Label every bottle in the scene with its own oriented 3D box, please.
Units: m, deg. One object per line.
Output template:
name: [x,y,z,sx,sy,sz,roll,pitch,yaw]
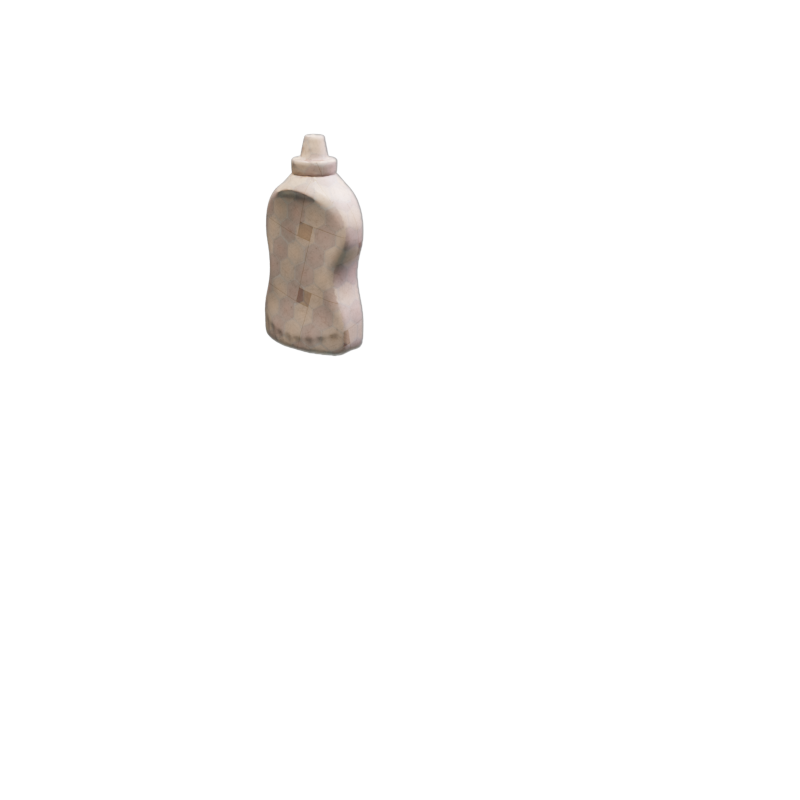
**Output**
bottle: [-0.077,-0.142,0.991,0.101,0.185,0.057,14,20,39]
